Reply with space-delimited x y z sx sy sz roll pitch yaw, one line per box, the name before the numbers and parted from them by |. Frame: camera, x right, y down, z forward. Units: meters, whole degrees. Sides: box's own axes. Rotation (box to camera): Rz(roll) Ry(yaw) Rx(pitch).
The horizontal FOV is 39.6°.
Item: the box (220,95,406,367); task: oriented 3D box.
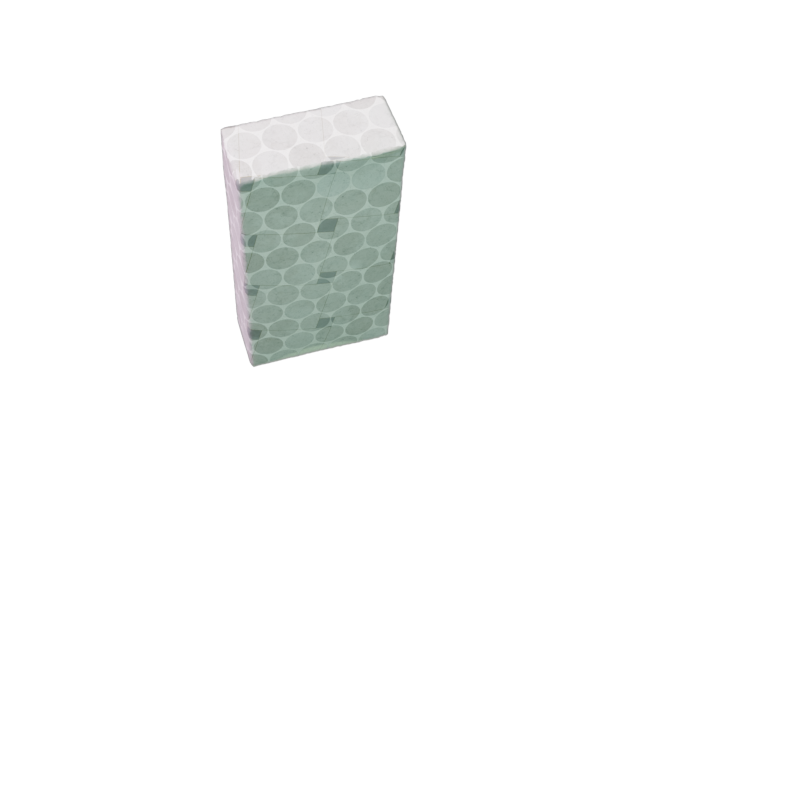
box | -0.050 -0.091 0.638 0.093 0.052 0.165 -14 -29 -11
